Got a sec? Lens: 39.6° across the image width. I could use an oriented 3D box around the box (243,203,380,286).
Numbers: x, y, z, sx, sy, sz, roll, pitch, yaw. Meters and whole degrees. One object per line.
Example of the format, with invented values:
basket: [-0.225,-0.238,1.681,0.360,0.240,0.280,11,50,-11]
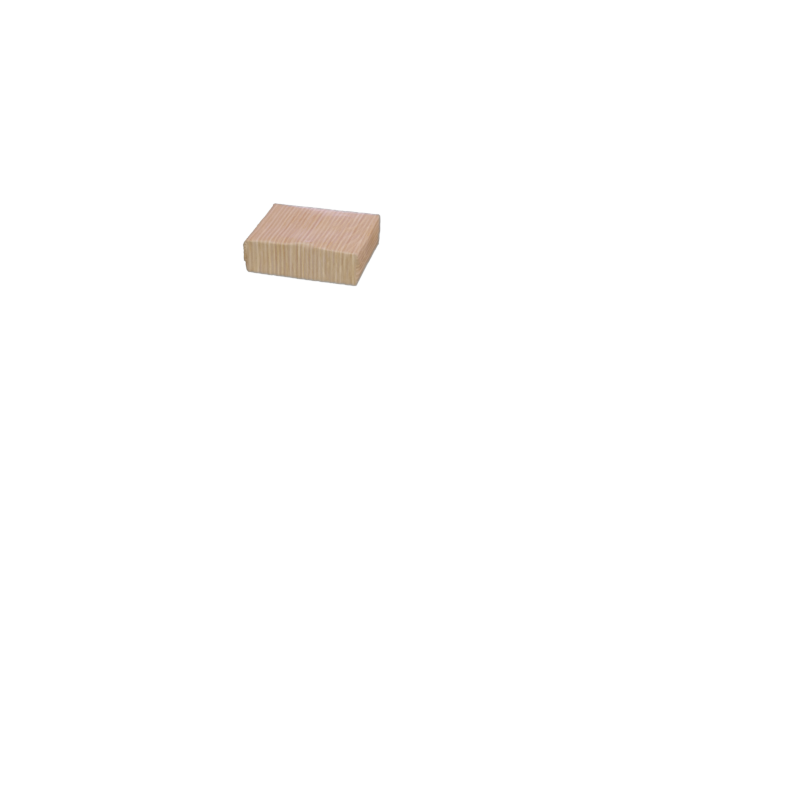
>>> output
box: [-0.066,-0.121,0.844,0.091,0.028,0.076,8,32,13]
